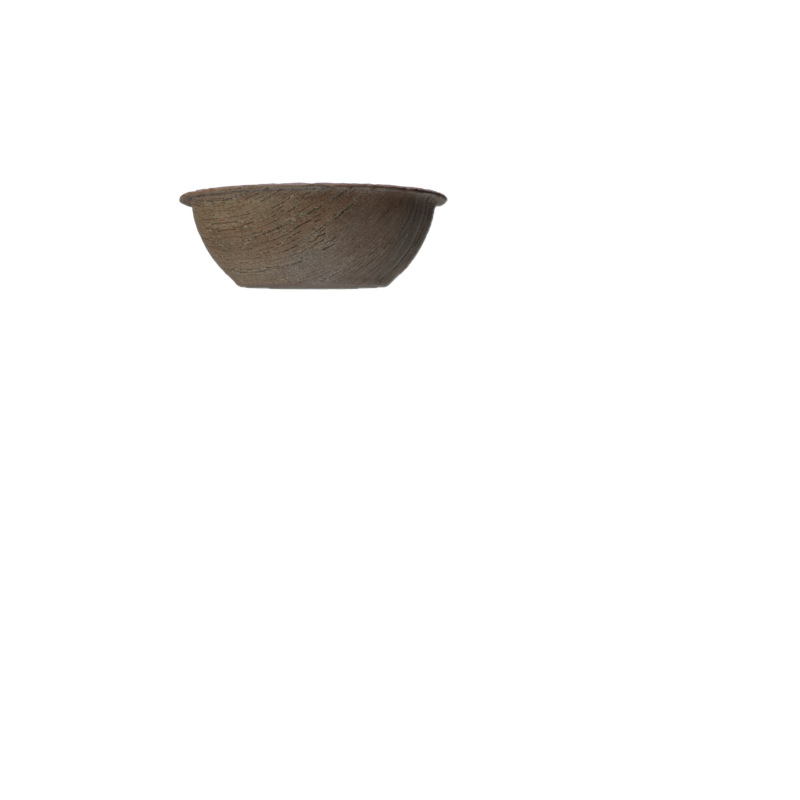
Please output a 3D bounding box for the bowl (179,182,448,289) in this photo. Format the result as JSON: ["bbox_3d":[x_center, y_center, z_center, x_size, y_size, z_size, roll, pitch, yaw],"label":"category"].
[{"bbox_3d":[-0.052,-0.096,0.670,0.162,0.055,0.162,0,3,-2],"label":"bowl"}]
